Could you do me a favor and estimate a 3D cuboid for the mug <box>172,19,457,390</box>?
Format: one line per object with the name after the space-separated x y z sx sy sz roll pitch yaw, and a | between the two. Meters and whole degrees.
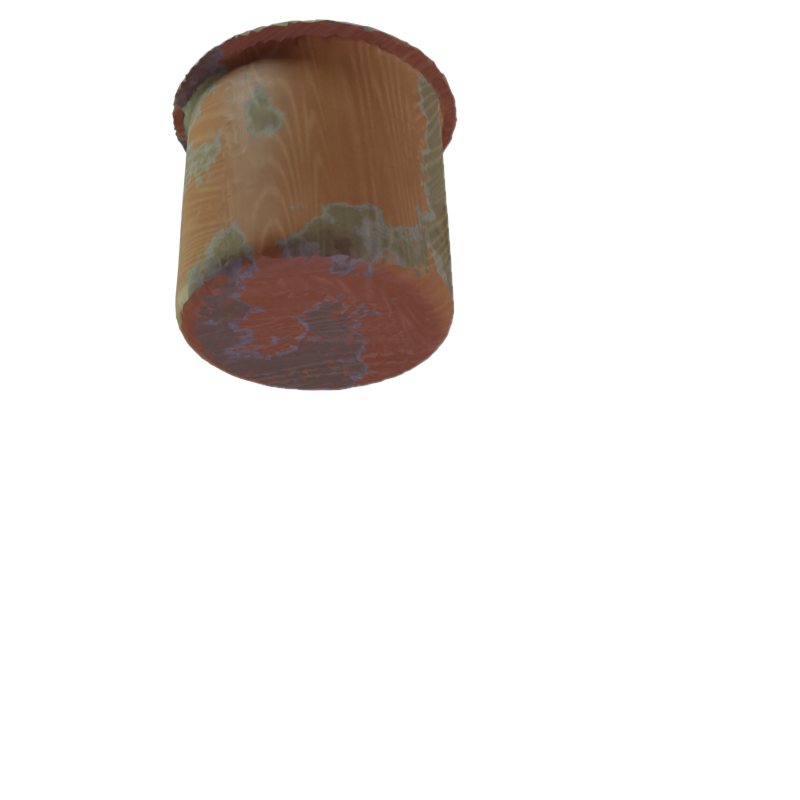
-0.028 -0.050 0.353 0.093 0.087 0.110 1 -30 -5 | mug
